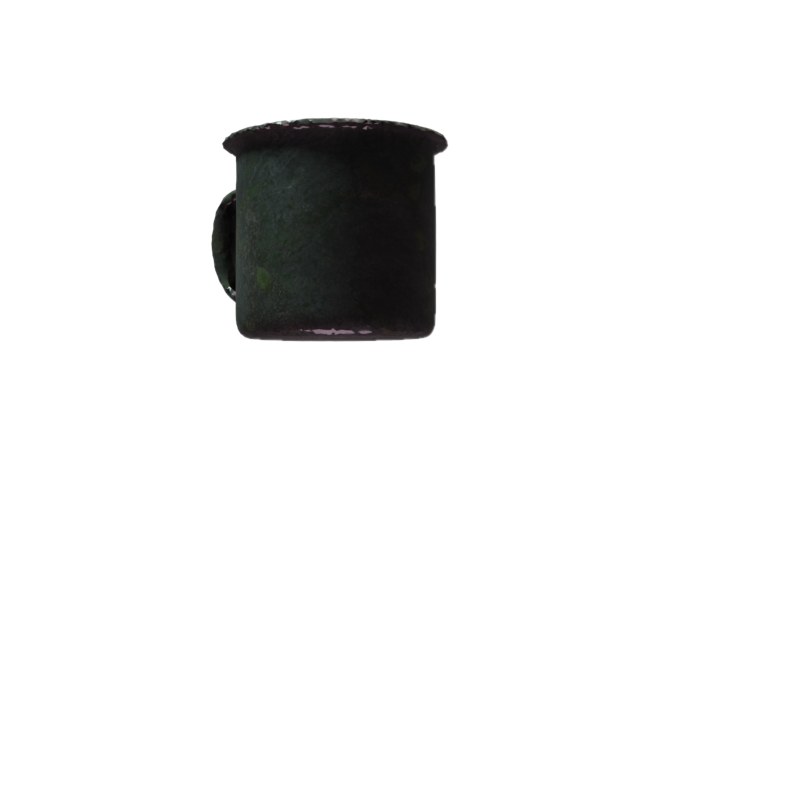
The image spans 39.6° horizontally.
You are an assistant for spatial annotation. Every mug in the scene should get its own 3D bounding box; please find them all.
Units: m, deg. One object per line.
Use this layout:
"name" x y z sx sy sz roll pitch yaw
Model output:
"mug" -0.036 -0.066 0.462 0.121 0.082 0.089 -1 -2 38
